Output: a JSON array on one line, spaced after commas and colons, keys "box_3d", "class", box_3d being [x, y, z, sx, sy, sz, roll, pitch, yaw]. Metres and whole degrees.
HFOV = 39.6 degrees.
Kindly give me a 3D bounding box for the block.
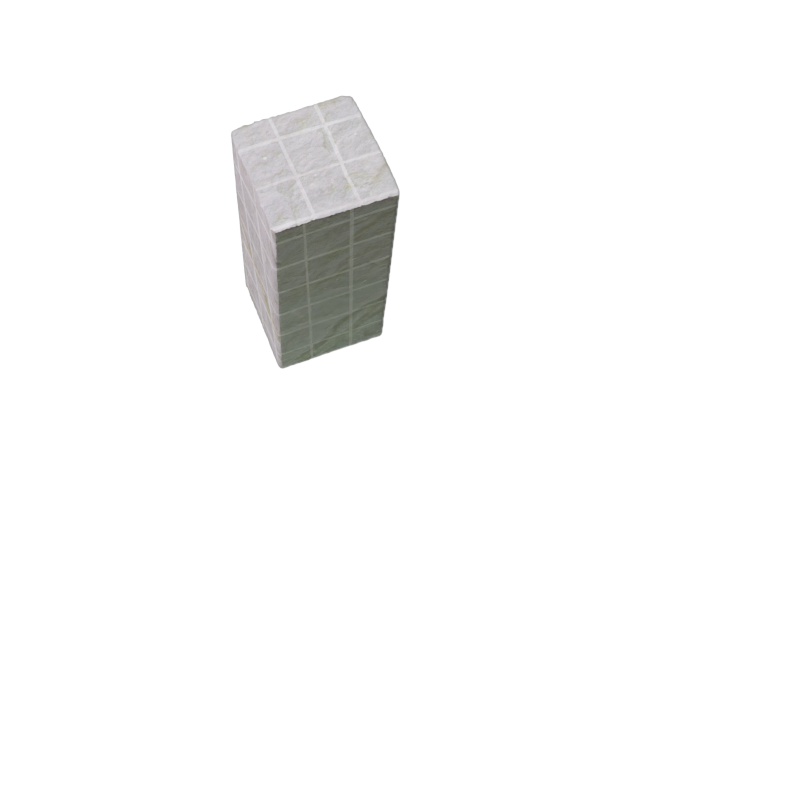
[{"box_3d": [-0.064, -0.117, 0.816, 0.090, 0.096, 0.195, -19, -23, -12], "class": "block"}]
